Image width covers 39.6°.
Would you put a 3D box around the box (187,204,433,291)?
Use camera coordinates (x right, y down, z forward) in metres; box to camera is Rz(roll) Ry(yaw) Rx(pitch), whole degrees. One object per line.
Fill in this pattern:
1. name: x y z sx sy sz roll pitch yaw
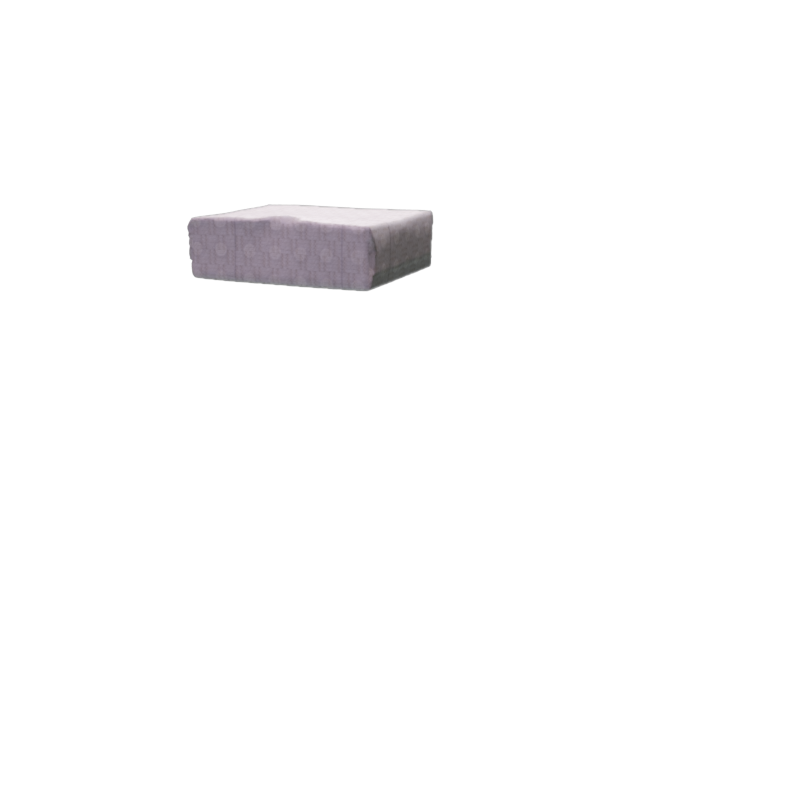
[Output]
1. box: -0.039 -0.071 0.499 0.092 0.029 0.072 6 15 24
